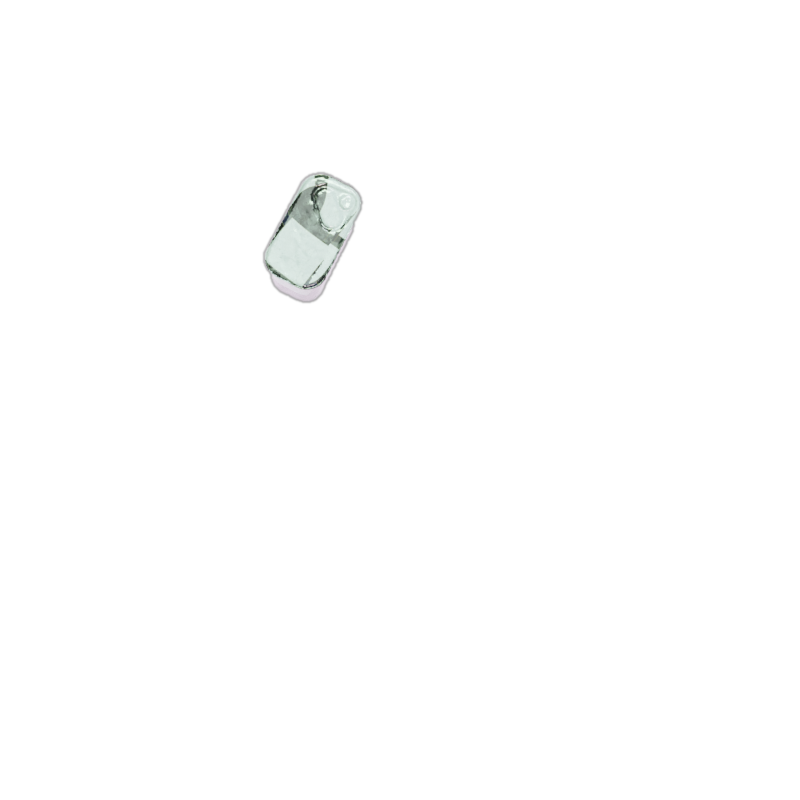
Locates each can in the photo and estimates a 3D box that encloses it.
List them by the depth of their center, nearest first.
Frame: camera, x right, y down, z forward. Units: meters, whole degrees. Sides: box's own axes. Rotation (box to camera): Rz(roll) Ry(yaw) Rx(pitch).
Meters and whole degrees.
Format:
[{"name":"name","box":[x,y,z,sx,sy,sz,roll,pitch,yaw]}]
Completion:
[{"name":"can","box":[-0.078,-0.142,0.995,0.058,0.104,0.082,26,-10,1]}]
